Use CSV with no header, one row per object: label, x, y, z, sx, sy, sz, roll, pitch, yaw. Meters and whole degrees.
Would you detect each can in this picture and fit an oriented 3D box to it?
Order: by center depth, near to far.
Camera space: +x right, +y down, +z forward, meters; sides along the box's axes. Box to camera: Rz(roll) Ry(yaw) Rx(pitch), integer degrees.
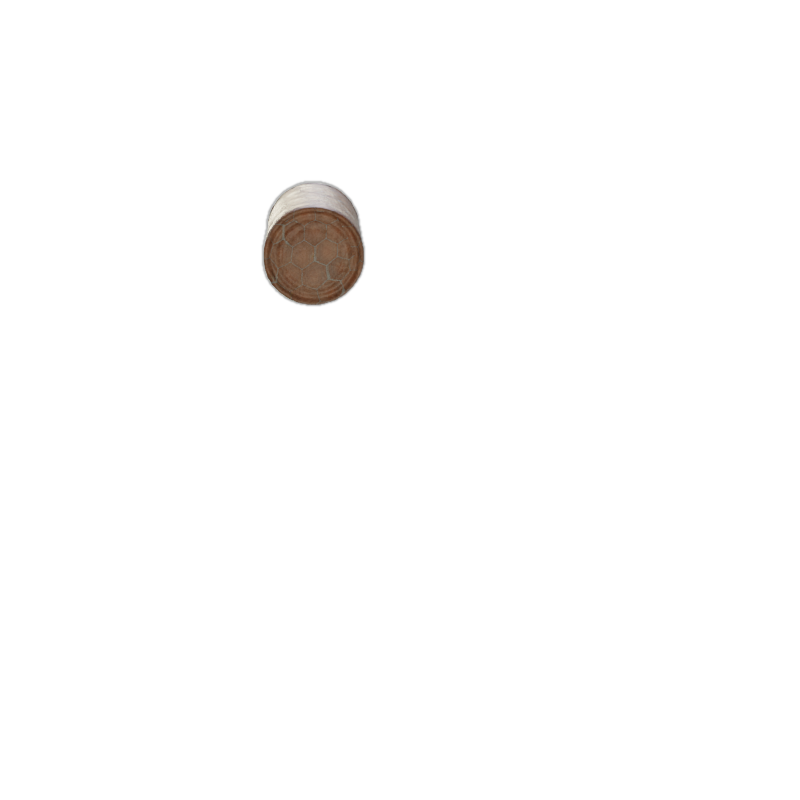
can,-0.060,-0.109,0.763,0.068,0.066,0.106,0,17,-3
